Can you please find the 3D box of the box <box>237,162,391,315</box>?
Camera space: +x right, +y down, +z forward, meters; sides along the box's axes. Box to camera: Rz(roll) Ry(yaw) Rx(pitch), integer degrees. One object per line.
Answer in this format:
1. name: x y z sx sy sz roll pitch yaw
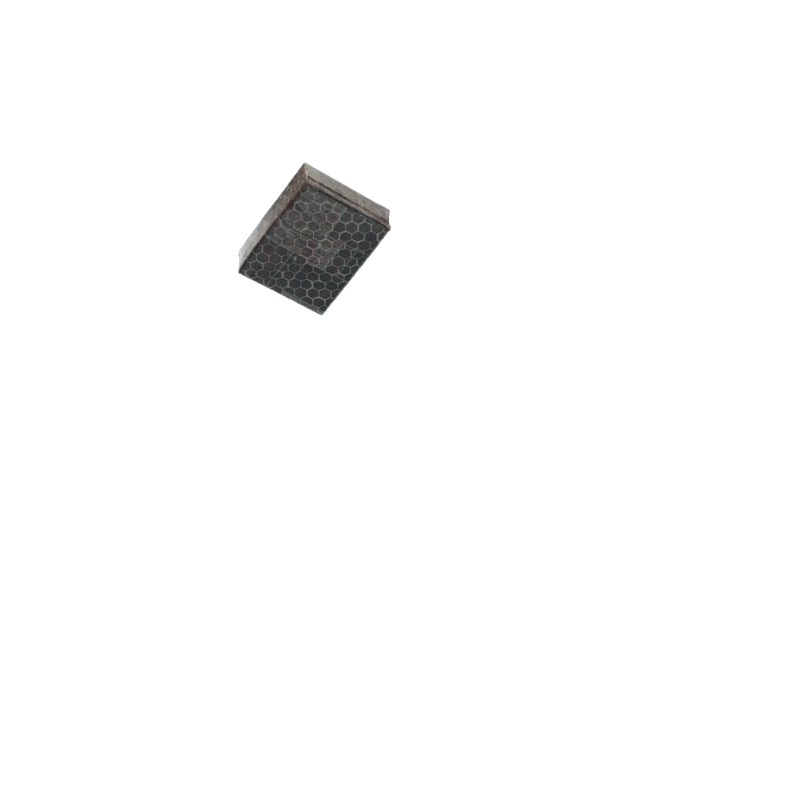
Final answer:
1. box: -0.075 -0.137 0.963 0.086 0.111 0.042 28 33 -22
